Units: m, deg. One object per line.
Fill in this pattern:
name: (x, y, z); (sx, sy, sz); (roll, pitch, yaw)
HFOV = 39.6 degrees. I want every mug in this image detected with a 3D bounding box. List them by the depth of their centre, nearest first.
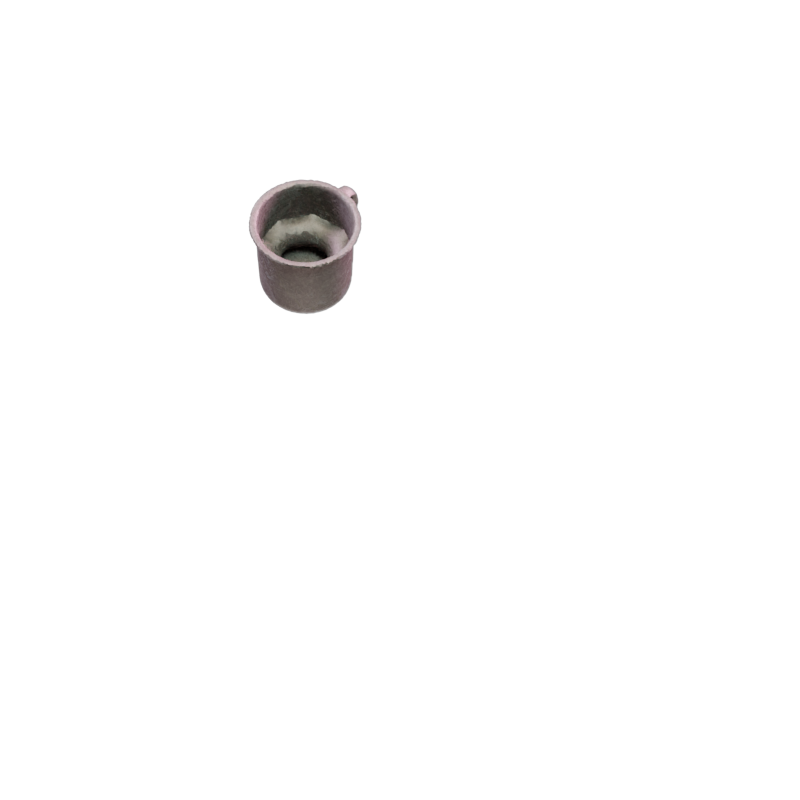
mug: (-0.075, -0.136, 0.952); (0.097, 0.120, 0.076); (28, -30, 16)
